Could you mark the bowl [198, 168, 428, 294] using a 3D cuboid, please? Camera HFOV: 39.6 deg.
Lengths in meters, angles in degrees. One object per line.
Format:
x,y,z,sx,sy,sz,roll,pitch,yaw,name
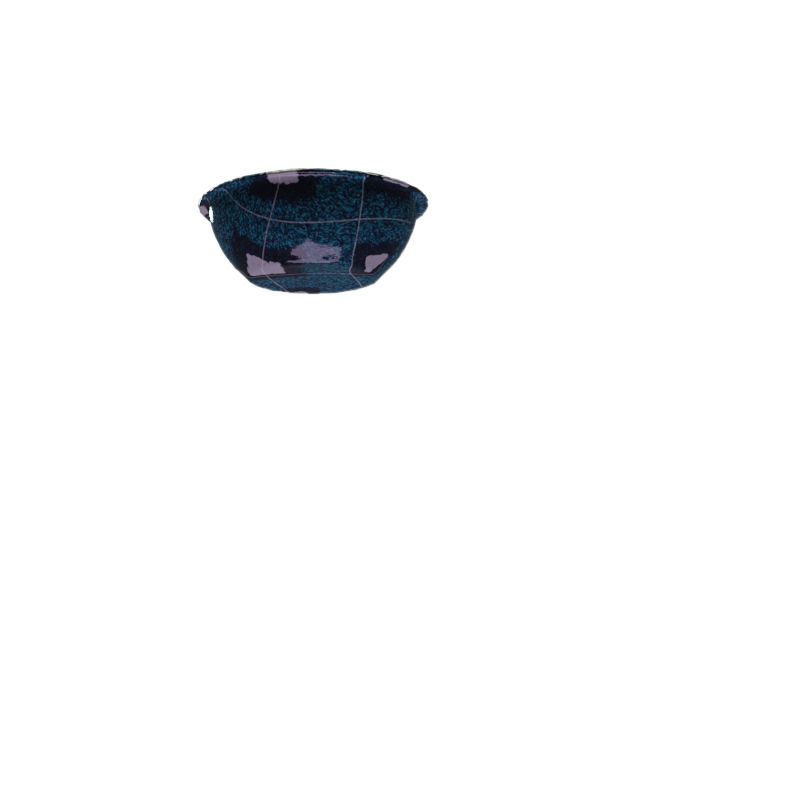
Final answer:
-0.061,-0.111,0.774,0.162,0.057,0.158,0,-9,-2,bowl
